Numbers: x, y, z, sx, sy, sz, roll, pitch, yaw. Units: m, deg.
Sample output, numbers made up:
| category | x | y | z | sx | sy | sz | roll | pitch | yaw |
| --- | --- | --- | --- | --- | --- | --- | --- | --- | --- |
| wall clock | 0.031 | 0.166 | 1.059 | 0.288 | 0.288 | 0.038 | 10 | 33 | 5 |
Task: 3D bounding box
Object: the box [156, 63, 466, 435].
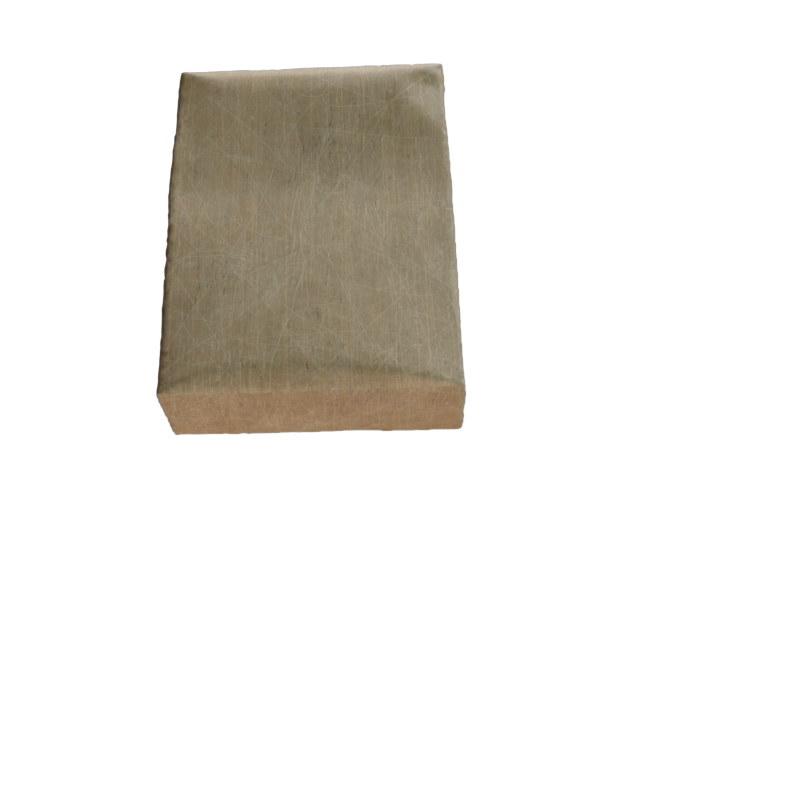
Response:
| category | x | y | z | sx | sy | sz | roll | pitch | yaw |
| --- | --- | --- | --- | --- | --- | --- | --- | --- | --- |
| box | -0.050 | -0.092 | 0.644 | 0.164 | 0.227 | 0.067 | -2 | -27 | 1 |
